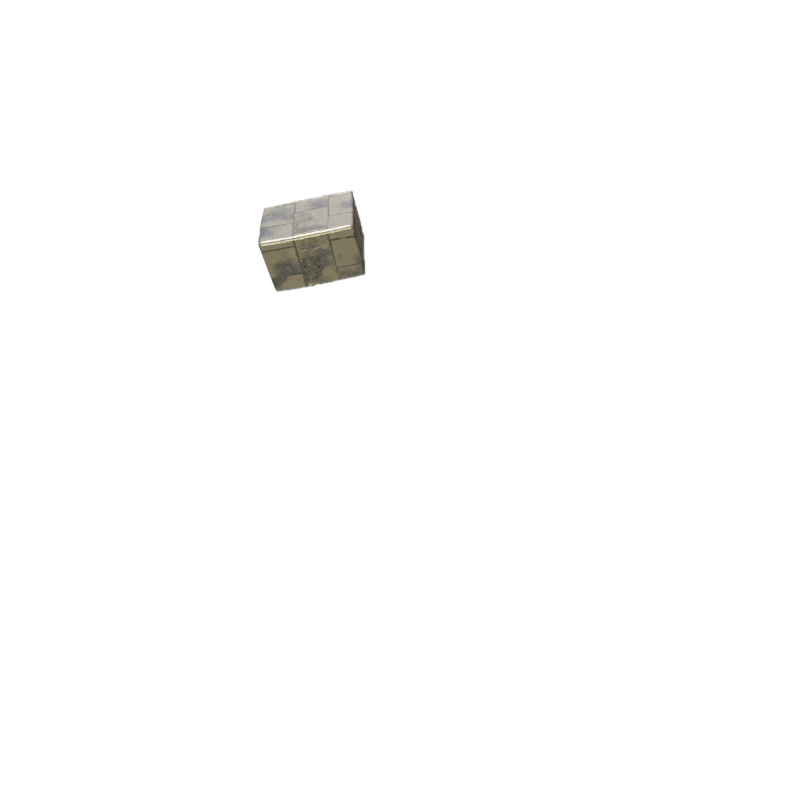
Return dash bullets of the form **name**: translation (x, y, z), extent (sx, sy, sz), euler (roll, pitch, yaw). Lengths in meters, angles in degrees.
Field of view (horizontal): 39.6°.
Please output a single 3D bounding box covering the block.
- **block**: translation (-0.071, -0.129, 0.904), extent (0.078, 0.049, 0.055), euler (-10, 40, 7)
